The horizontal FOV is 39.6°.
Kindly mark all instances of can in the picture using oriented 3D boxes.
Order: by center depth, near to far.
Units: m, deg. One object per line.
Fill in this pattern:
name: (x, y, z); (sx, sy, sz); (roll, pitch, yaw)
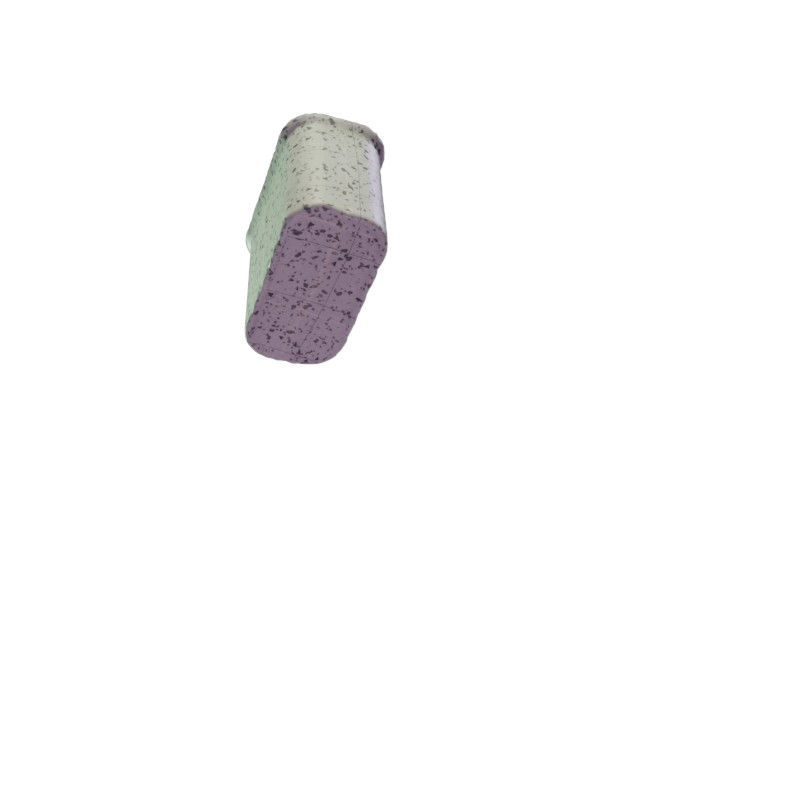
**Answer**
can: (-0.044, -0.081, 0.566); (0.056, 0.097, 0.090); (14, 37, -14)
